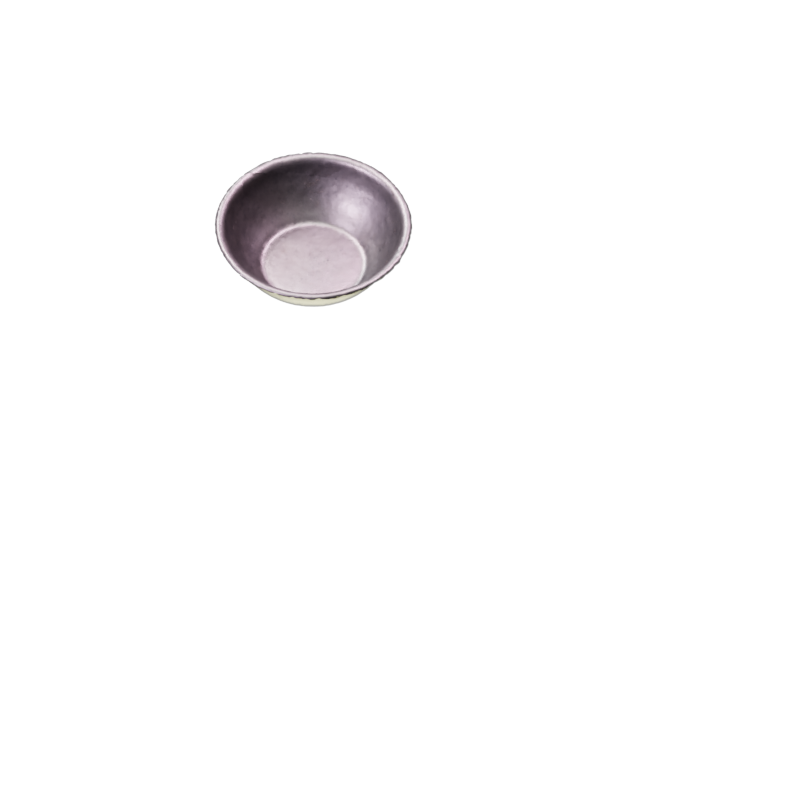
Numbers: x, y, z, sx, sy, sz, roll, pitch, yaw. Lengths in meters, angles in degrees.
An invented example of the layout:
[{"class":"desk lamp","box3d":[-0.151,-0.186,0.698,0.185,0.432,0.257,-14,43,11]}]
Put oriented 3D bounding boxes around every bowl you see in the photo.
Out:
[{"class":"bowl","box3d":[-0.073,-0.133,0.930,0.162,0.174,0.051,-1,-38,-1]}]
